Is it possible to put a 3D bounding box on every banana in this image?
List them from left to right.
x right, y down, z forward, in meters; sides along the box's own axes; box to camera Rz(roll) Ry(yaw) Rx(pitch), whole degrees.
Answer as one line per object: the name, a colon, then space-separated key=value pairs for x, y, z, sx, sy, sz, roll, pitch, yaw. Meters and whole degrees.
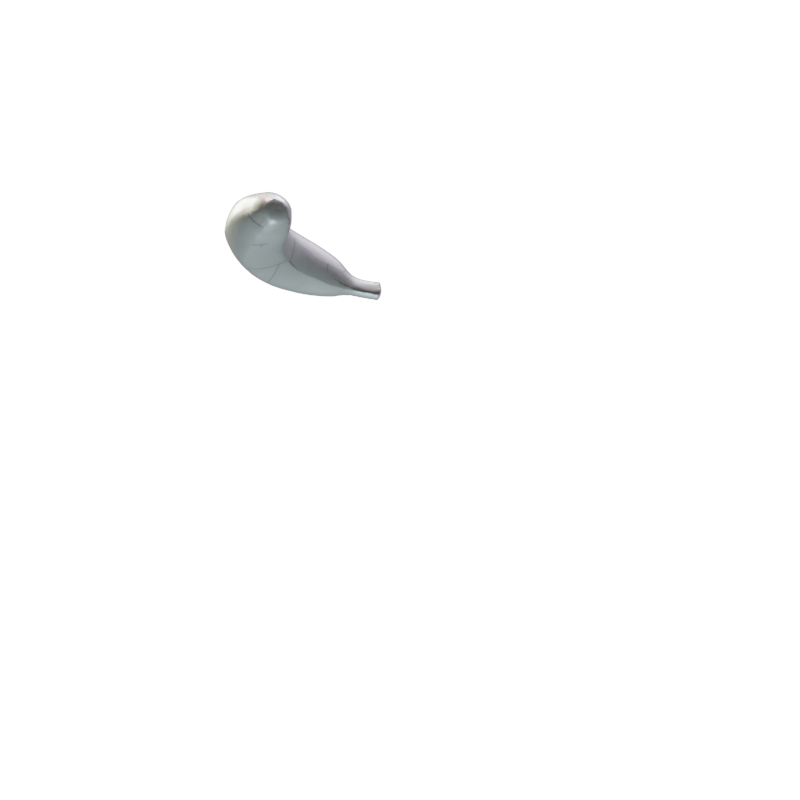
banana: x=-0.070 y=-0.096 z=0.688 sx=0.071 sy=0.038 sz=0.189 roll=-3 pitch=-7 yaw=16
